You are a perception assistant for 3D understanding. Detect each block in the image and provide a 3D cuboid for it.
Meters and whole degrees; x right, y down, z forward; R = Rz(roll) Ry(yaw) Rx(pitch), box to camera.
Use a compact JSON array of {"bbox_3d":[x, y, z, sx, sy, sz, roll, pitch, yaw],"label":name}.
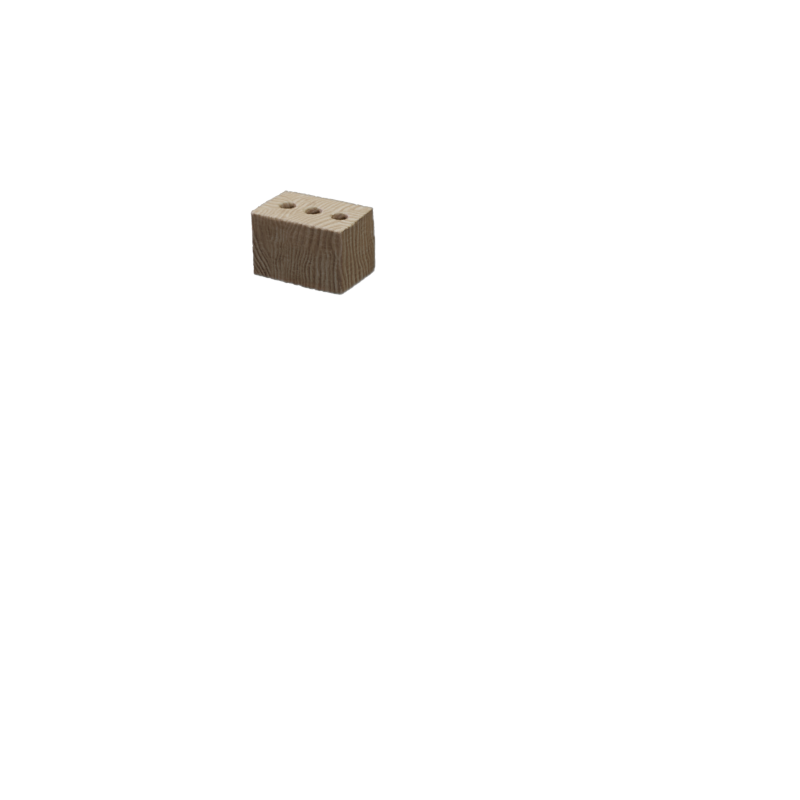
[{"bbox_3d":[-0.064,-0.116,0.814,0.081,0.049,0.053,14,30,24],"label":"block"}]
